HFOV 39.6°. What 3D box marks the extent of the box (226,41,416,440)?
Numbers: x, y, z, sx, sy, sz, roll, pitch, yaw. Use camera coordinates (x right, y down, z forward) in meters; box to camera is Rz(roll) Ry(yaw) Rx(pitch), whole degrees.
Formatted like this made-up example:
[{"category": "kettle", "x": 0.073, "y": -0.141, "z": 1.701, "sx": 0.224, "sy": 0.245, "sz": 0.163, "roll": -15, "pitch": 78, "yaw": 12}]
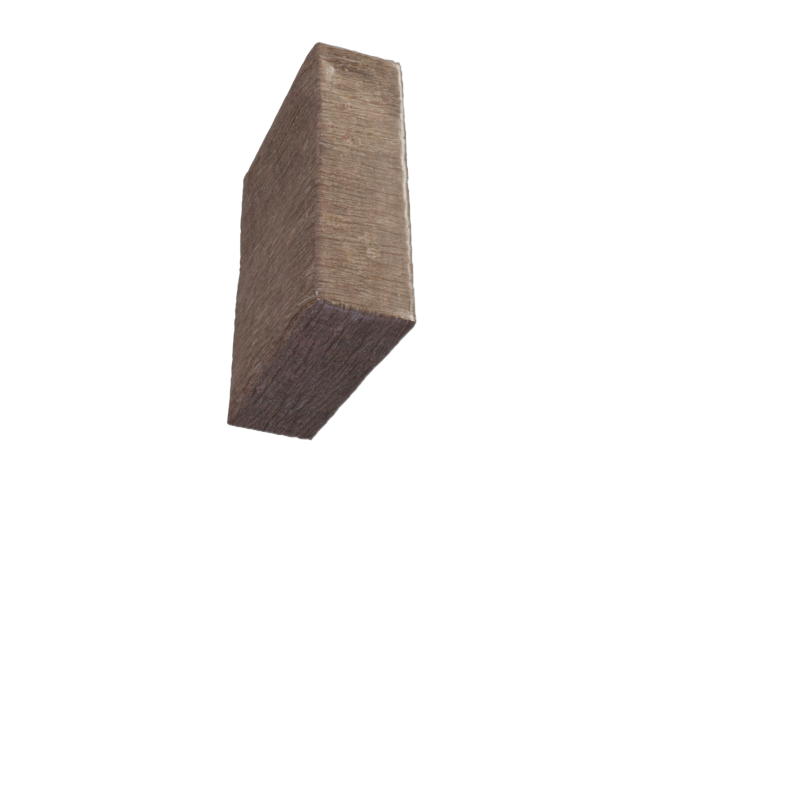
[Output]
[{"category": "box", "x": -0.058, "y": -0.106, "z": 0.746, "sx": 0.069, "sy": 0.228, "sz": 0.159, "roll": 13, "pitch": -35, "yaw": -22}]
